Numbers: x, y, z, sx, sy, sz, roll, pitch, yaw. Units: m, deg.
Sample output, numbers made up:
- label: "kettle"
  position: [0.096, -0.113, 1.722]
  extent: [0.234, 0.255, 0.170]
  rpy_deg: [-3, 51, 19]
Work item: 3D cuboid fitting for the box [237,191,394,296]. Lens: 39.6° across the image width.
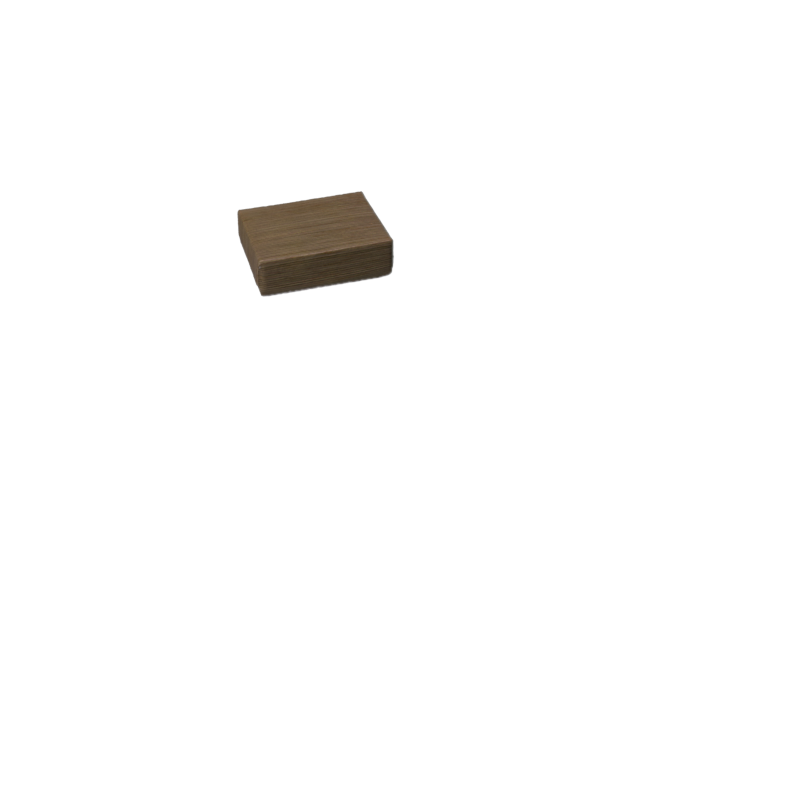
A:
- label: "box"
  position: [-0.071, -0.130, 0.914]
  extent: [0.112, 0.036, 0.097]
  rpy_deg: [-9, 37, -13]
